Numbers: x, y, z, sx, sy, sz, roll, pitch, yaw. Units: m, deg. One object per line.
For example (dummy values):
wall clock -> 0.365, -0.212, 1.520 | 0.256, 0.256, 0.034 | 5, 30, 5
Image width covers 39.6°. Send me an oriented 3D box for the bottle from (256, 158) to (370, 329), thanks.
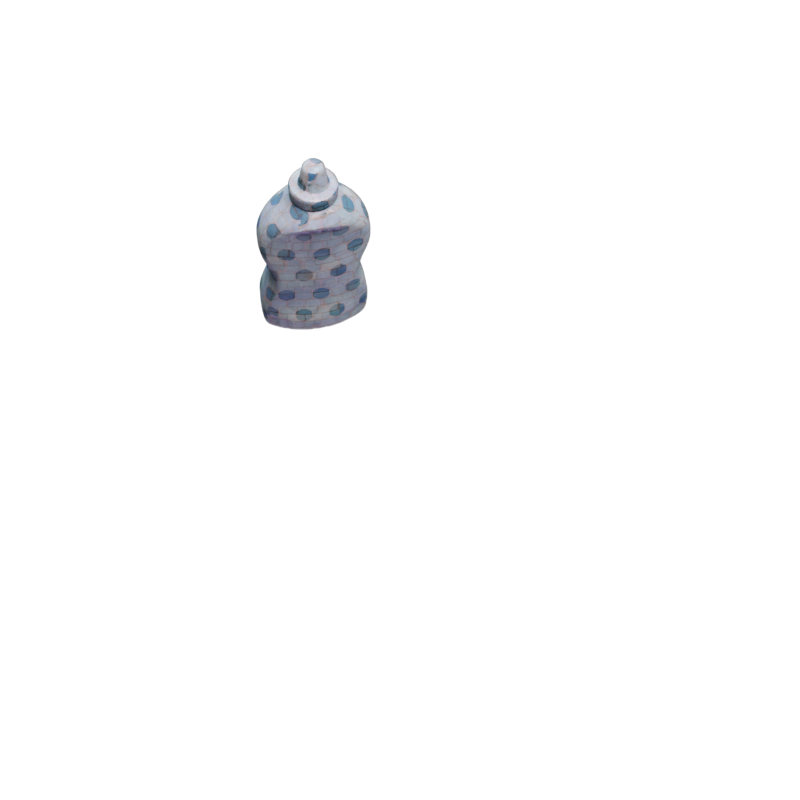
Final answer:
bottle -> -0.074, -0.136, 0.948 | 0.095, 0.063, 0.179 | -6, -32, -8
